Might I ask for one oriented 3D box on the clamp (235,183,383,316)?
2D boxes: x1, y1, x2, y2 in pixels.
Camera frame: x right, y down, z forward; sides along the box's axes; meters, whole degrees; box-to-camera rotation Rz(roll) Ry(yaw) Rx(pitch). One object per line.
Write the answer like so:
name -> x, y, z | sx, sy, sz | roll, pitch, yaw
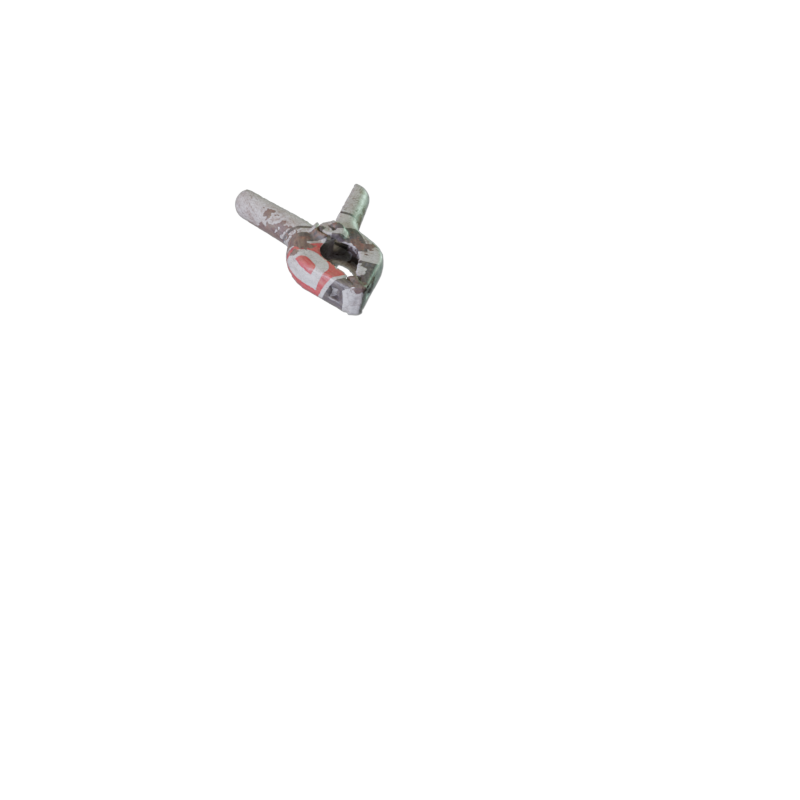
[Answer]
clamp -> -0.072, -0.131, 0.919 | 0.119, 0.037, 0.185 | -6, 37, -8
